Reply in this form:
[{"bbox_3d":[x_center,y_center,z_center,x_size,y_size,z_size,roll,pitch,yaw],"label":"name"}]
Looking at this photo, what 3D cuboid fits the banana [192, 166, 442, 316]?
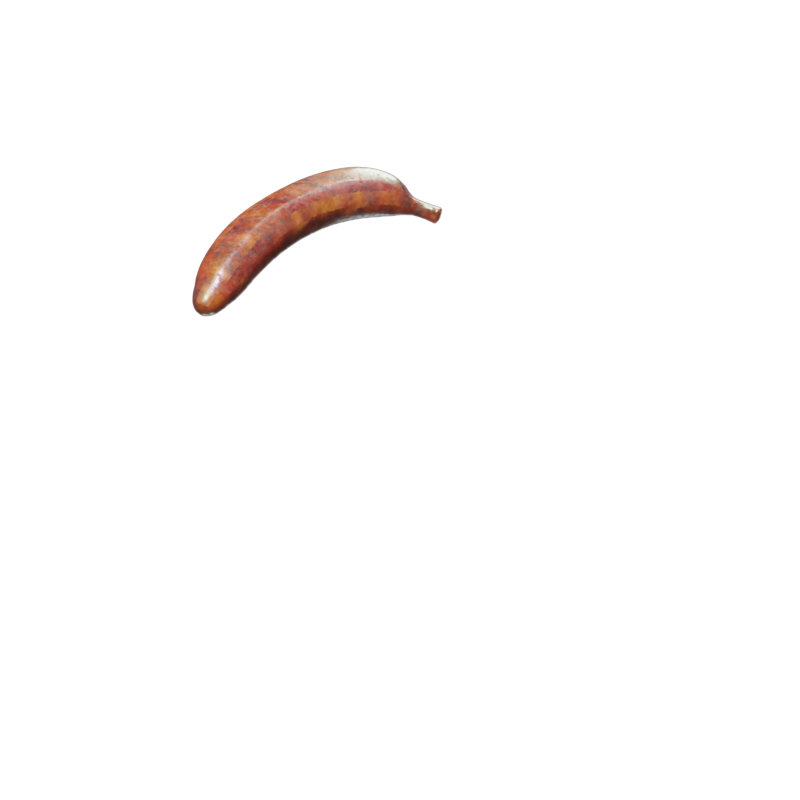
[{"bbox_3d":[-0.066,-0.117,0.747,0.197,0.034,0.075,-28,49,-27],"label":"banana"}]
